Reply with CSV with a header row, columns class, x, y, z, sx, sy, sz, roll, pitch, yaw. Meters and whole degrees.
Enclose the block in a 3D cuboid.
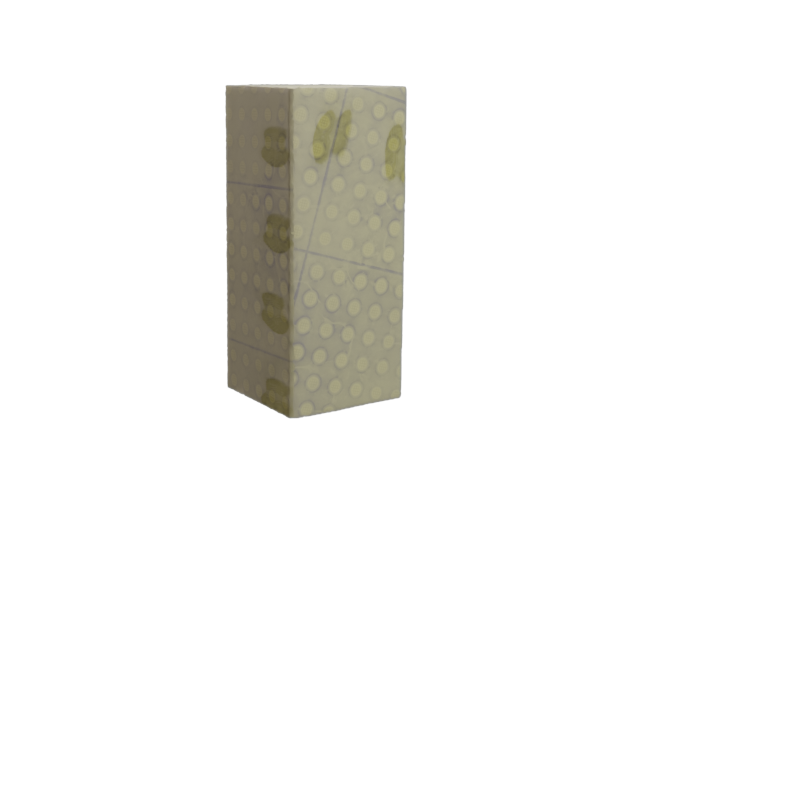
class,x,y,z,sx,sy,sz,roll,pitch,yaw
block,-0.057,-0.105,0.735,0.087,0.202,0.095,-6,12,-35
